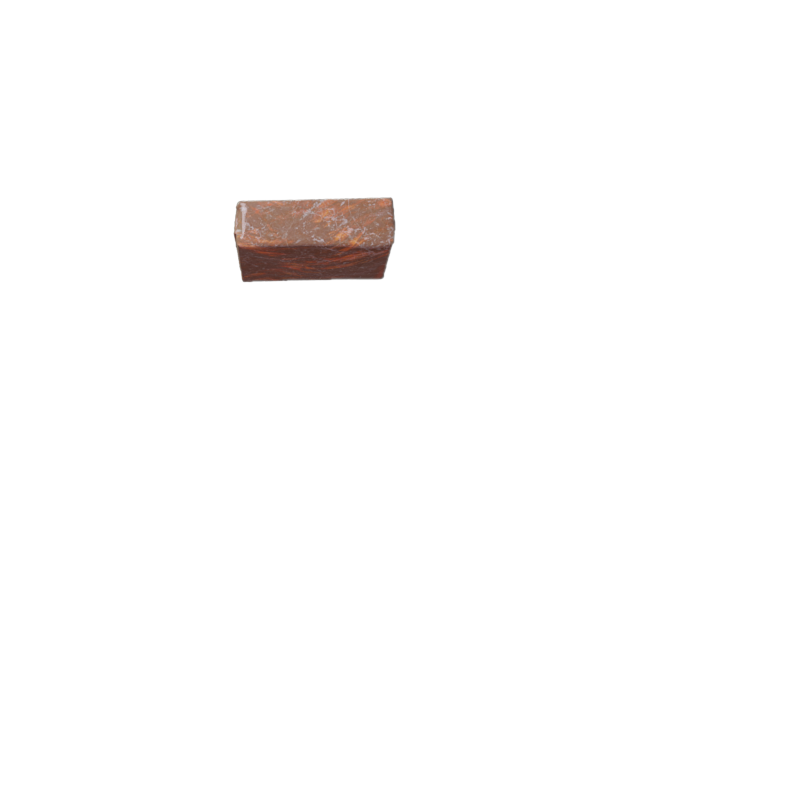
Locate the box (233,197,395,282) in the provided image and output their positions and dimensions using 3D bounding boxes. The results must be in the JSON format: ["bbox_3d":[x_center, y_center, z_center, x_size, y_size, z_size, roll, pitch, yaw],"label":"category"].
[{"bbox_3d":[-0.064,-0.116,0.814,0.113,0.040,0.087,1,-12,-3],"label":"box"}]
